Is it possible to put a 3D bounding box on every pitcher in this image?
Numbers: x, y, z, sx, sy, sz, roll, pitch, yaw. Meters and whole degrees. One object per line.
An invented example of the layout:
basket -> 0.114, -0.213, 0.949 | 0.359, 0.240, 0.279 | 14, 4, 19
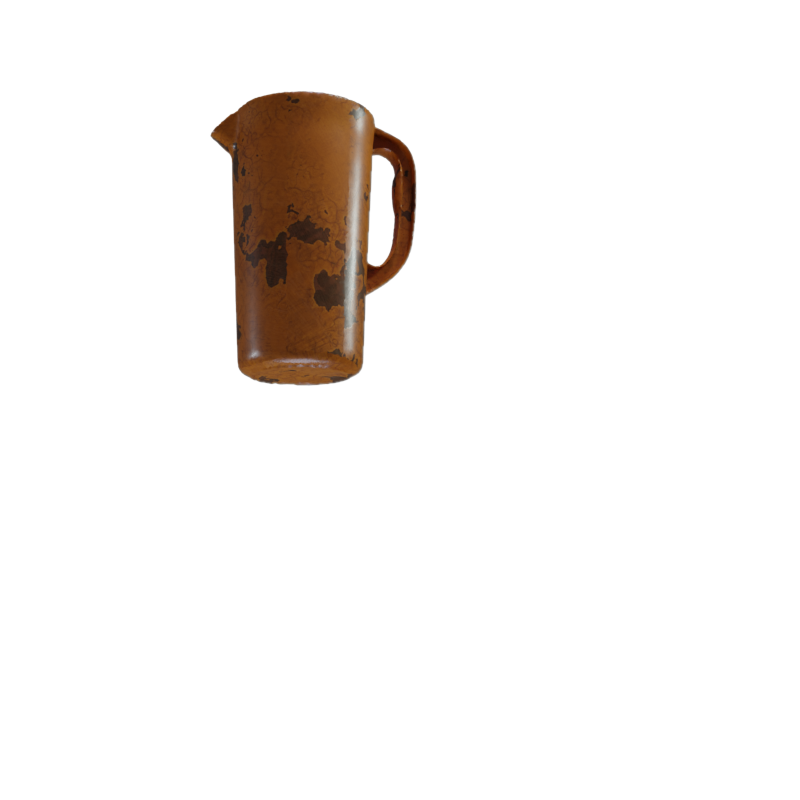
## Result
pitcher -> -0.077, -0.140, 0.983 | 0.152, 0.252, 0.136 | -9, -17, 27
